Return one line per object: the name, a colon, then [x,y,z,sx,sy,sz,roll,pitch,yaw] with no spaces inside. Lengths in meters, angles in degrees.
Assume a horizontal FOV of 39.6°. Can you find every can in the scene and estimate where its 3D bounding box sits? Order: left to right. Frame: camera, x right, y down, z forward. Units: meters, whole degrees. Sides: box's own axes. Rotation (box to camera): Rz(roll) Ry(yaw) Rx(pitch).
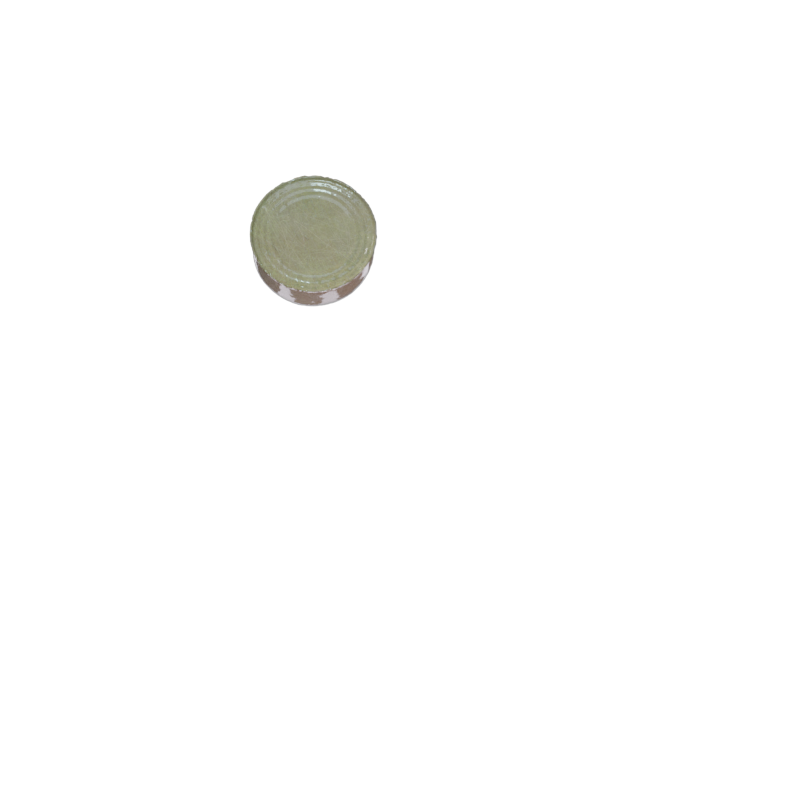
can: [-0.060,-0.109,0.760,0.086,0.090,0.032,-1,-22,-1]
